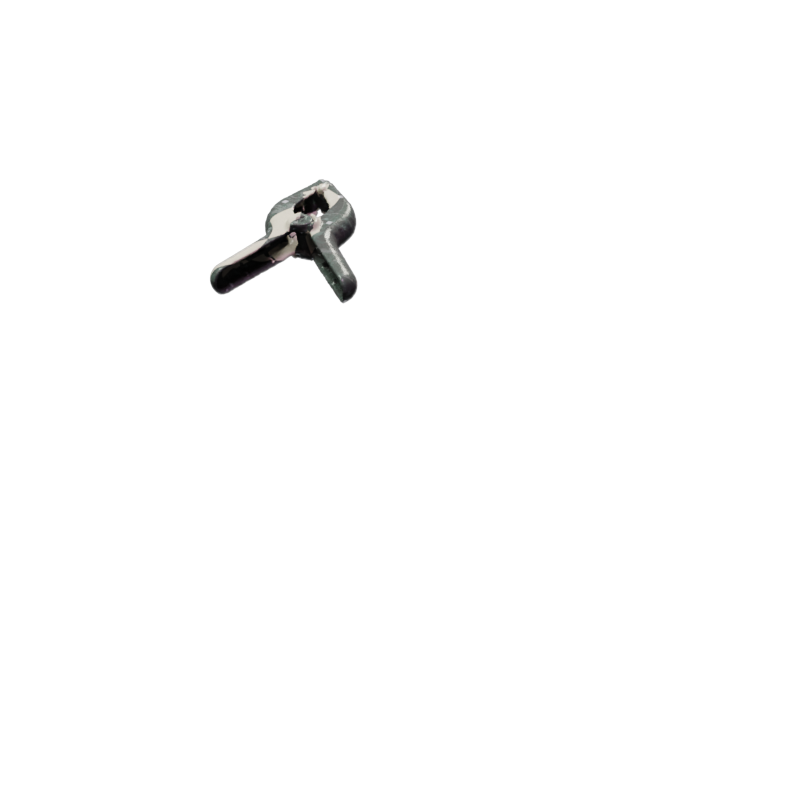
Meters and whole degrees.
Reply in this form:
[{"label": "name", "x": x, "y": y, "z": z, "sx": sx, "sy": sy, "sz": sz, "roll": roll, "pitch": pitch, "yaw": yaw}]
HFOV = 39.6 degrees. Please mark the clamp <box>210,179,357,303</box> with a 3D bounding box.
[{"label": "clamp", "x": -0.074, "y": -0.134, "z": 0.939, "sx": 0.124, "sy": 0.037, "sz": 0.178, "roll": 13, "pitch": 42, "yaw": 15}]
